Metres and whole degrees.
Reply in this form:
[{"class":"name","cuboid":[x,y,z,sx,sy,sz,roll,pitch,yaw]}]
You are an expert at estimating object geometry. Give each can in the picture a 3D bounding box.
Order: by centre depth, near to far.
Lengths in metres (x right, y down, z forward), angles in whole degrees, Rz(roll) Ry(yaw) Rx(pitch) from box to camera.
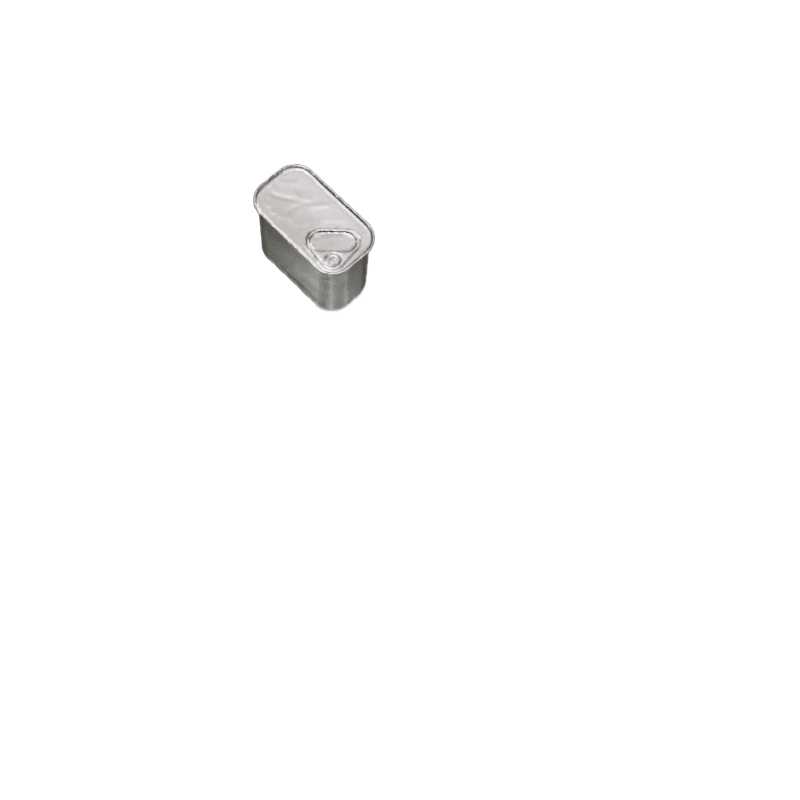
[{"class":"can","cuboid":[-0.071,-0.129,0.903,0.058,0.107,0.079,-40,-17,-17]}]
